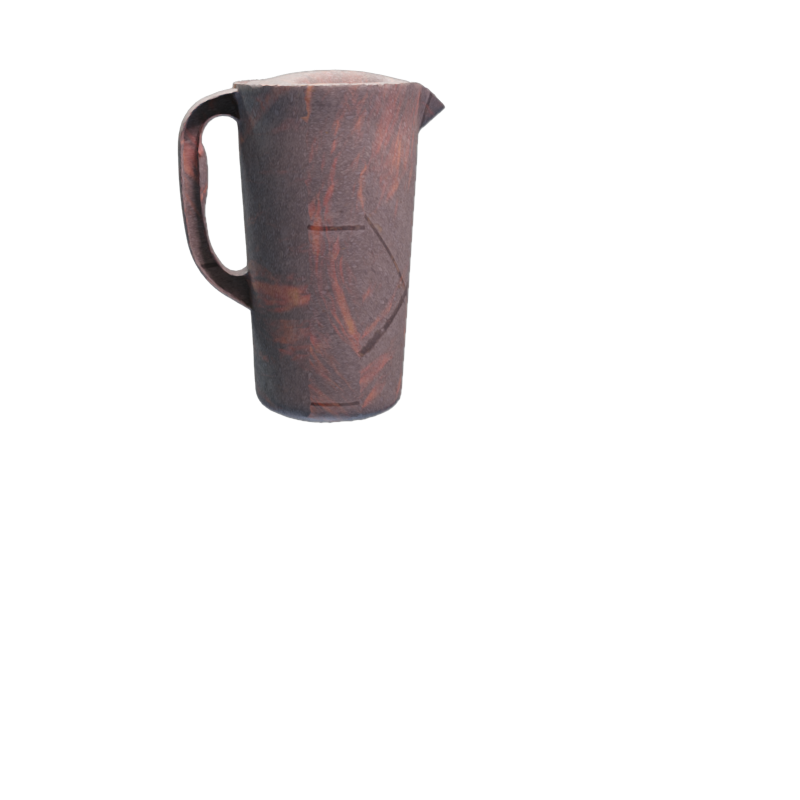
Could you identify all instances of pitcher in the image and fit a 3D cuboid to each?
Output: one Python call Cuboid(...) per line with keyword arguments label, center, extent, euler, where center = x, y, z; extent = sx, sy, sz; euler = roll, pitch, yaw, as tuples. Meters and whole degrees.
Cuboid(label="pitcher", center=(-0.062, -0.113, 0.794), extent=(0.156, 0.237, 0.143), euler=(8, 14, 32))
